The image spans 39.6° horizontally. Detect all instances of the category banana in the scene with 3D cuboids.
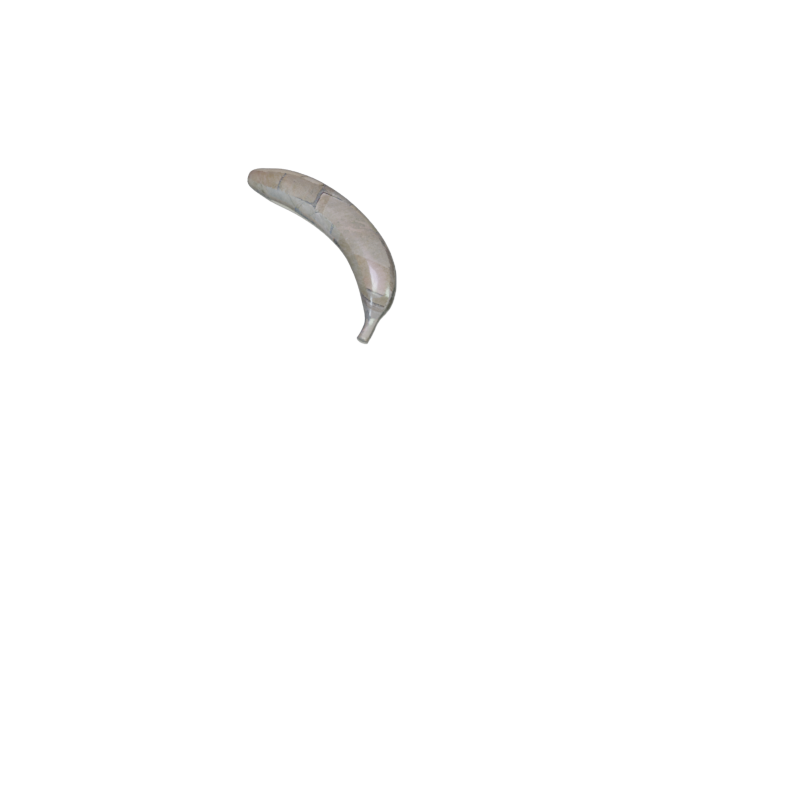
[{"bbox_3d":[-0.059,-0.146,0.981,0.069,0.210,0.035,-29,-24,-15],"label":"banana"}]
